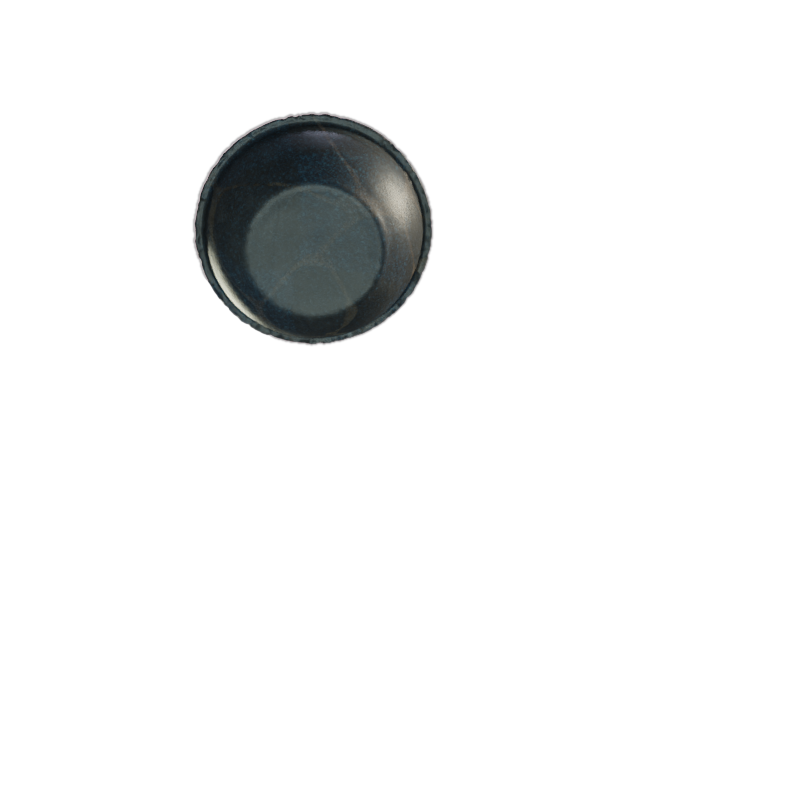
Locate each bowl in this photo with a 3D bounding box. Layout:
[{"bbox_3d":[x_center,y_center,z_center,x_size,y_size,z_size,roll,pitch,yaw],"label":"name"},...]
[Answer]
[{"bbox_3d":[-0.057,-0.104,0.727,0.162,0.156,0.057,0,17,-1],"label":"bowl"}]
